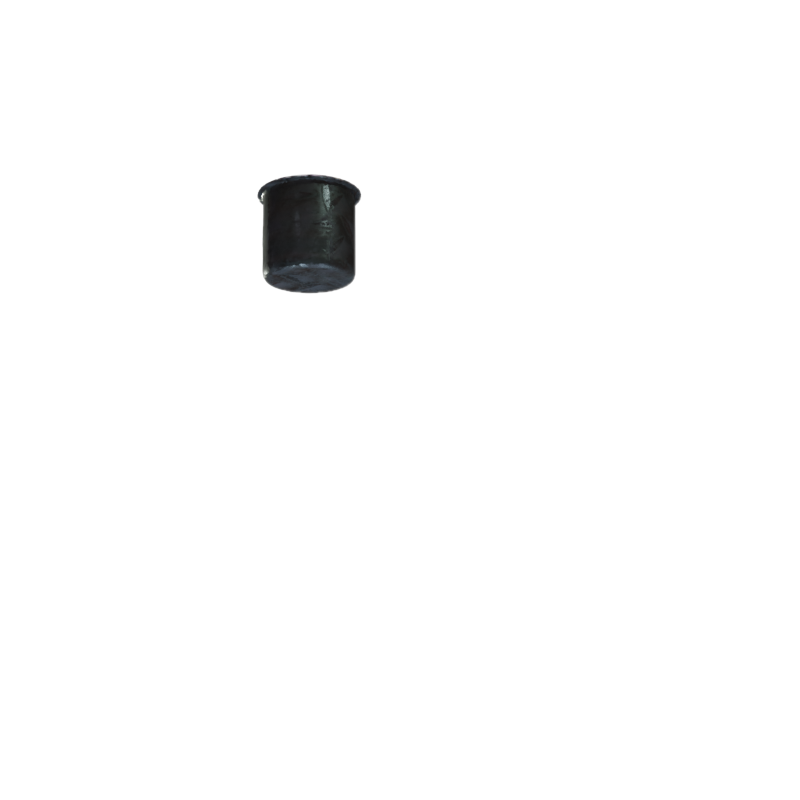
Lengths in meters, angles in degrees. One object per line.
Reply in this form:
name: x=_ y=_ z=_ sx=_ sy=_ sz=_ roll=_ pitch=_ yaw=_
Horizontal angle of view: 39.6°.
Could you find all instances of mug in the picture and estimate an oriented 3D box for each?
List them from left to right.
mug: x=-0.077 y=-0.141 z=0.989 sx=0.095 sy=0.085 sz=0.111 roll=-5 pitch=-16 yaw=14
